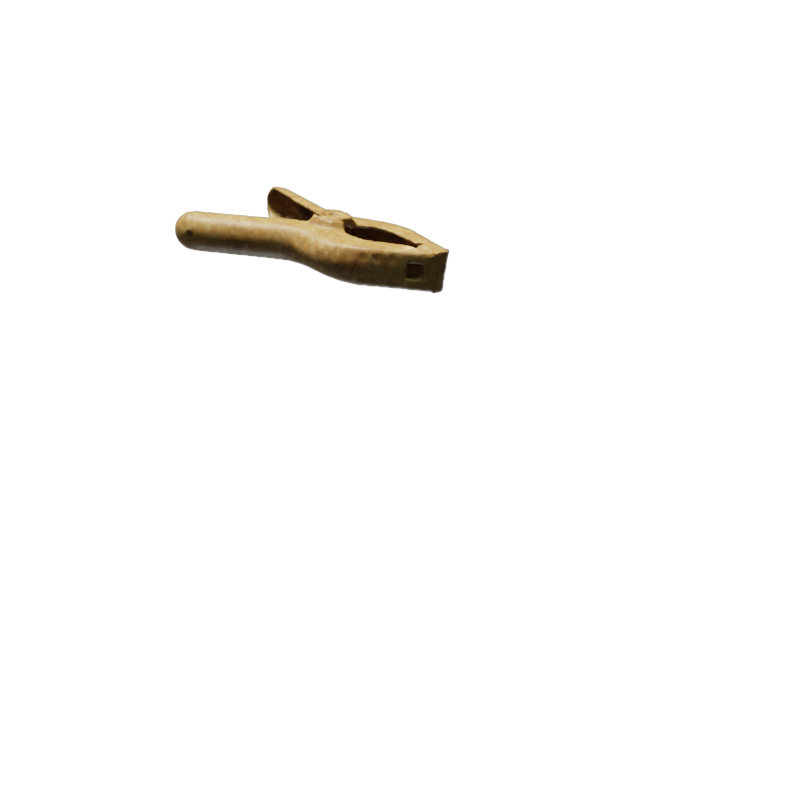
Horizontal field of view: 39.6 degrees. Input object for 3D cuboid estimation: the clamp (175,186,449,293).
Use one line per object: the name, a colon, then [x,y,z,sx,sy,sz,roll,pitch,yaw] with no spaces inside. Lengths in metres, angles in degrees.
clamp: [-0.056,-0.101,0.710,0.181,0.037,0.119,20,32,34]
